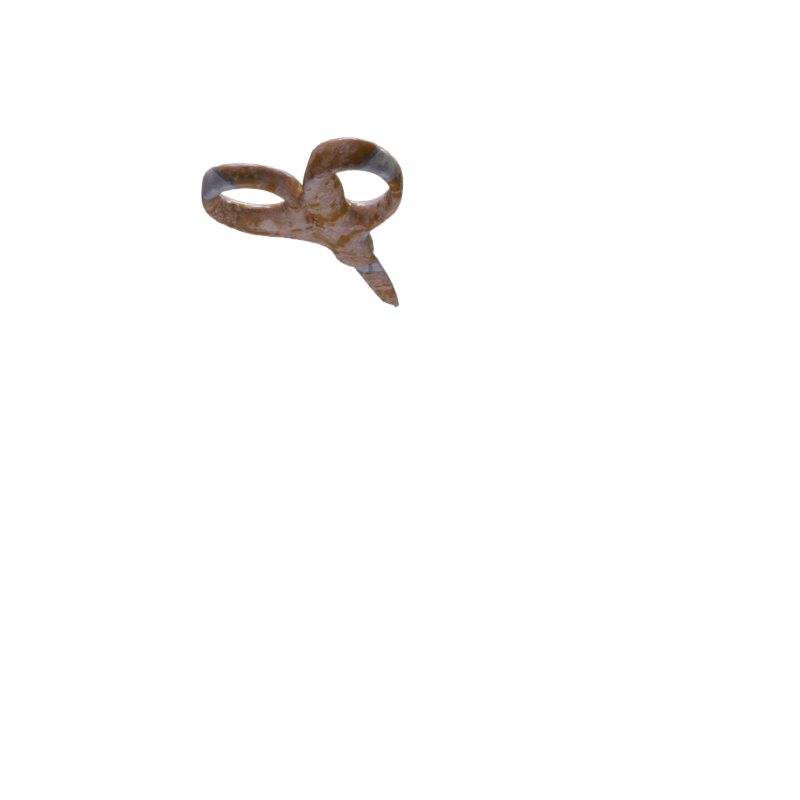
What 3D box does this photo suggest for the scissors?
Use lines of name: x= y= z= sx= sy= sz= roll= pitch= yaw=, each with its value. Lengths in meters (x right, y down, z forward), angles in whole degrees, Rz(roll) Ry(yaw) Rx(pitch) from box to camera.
scissors: x=-0.042 y=-0.076 z=0.535 sx=0.096 sy=0.016 sz=0.194 roll=1 pitch=-14 yaw=-3
